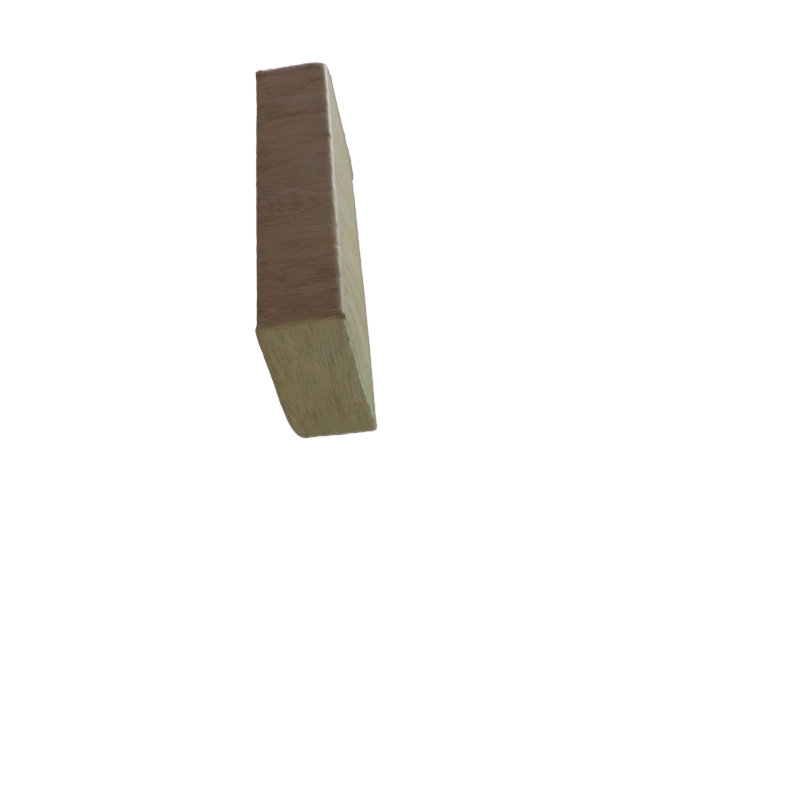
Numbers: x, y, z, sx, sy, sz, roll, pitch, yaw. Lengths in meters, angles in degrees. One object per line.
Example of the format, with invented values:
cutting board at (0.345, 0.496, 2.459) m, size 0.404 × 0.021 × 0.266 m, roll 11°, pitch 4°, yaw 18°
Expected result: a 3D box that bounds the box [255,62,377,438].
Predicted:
box at (-0.043, -0.080, 0.557) m, size 0.048 × 0.189 × 0.086 m, roll -7°, pitch -38°, yaw 5°
